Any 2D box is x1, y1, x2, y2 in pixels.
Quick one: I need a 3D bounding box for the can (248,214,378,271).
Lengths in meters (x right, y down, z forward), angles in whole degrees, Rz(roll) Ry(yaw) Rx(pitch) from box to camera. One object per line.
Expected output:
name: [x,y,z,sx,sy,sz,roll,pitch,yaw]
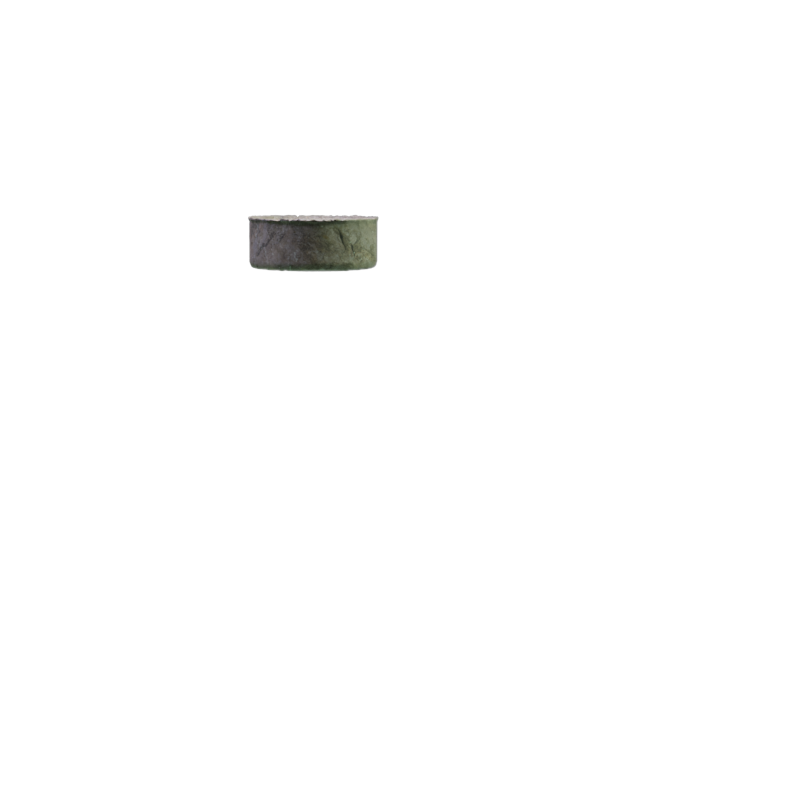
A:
can: [-0.057,-0.104,0.730,0.086,0.033,0.087,0,10,-2]
